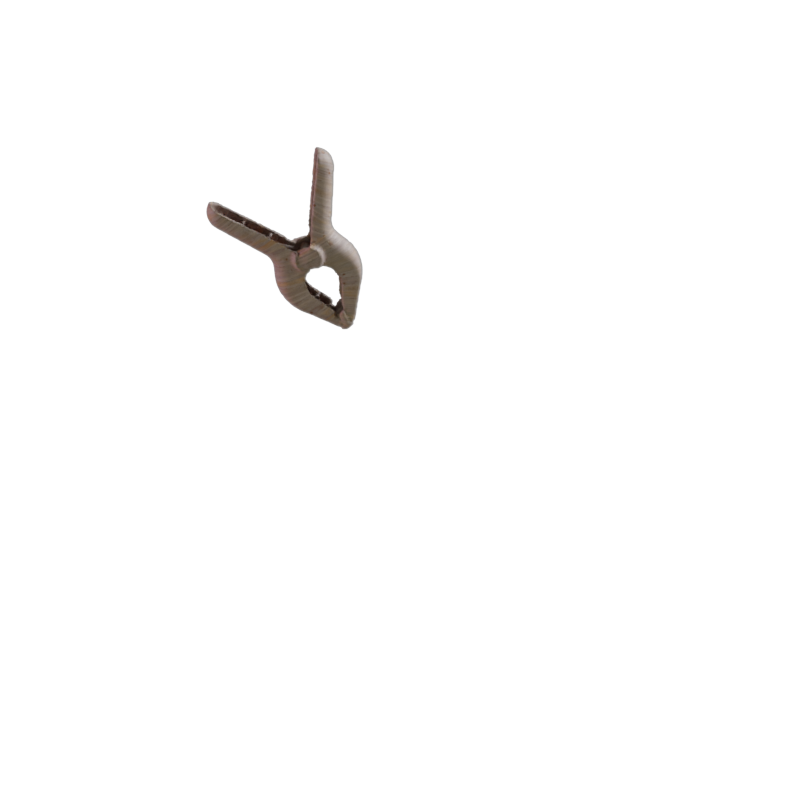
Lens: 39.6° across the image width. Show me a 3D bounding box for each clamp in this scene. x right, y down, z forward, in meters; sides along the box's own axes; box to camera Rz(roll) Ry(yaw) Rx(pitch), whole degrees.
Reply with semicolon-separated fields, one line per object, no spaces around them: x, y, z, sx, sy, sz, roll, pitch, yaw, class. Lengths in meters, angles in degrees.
-0.077;-0.141;0.990;0.120;0.161;0.042;-31;28;18;clamp
